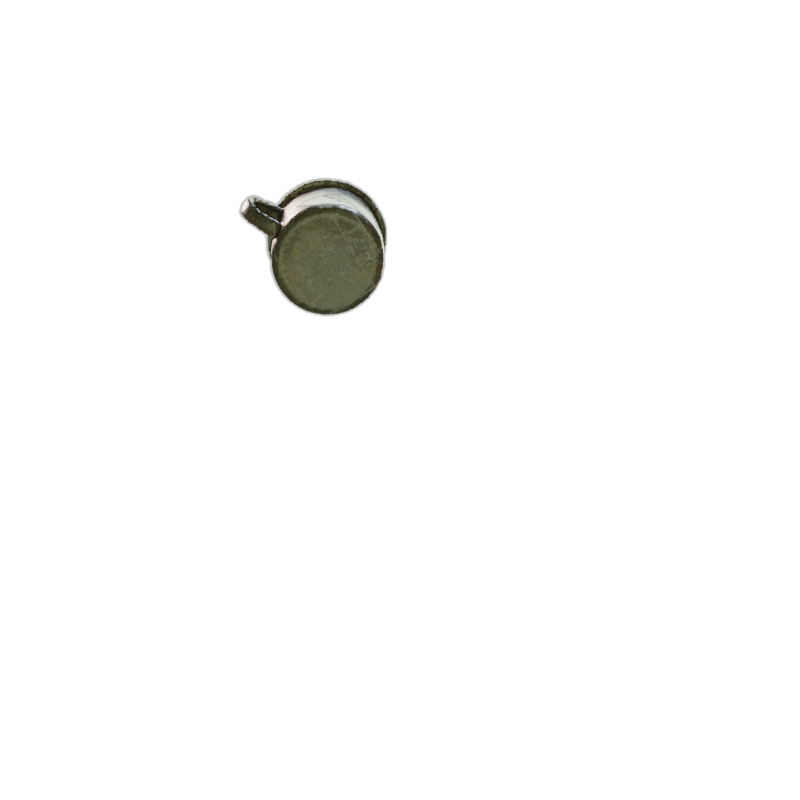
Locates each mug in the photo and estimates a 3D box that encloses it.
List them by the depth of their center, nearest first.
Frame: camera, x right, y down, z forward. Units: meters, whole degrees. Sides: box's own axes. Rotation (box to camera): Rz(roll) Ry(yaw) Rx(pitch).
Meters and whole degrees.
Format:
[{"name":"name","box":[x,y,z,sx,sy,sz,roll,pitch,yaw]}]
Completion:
[{"name":"mug","box":[-0.064,-0.117,0.817,0.115,0.092,0.084,30,13,-9]}]
